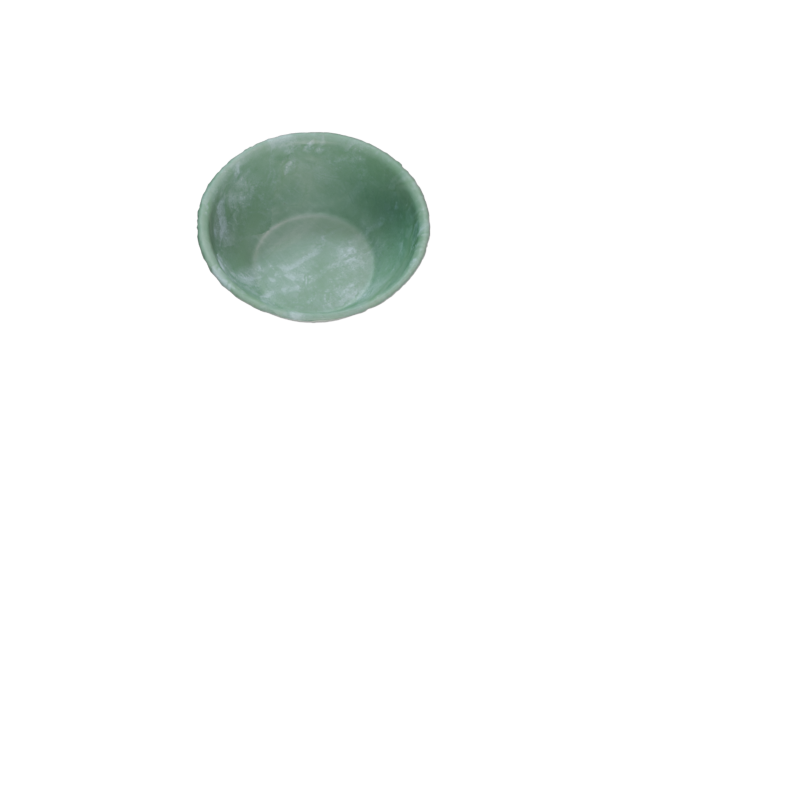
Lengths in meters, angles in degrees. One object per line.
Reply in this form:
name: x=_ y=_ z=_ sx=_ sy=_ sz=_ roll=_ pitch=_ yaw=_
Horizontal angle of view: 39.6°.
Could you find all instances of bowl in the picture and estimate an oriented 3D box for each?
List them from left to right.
bowl: x=-0.062 y=-0.112 z=0.786 sx=0.162 sy=0.173 sz=0.051 roll=-1 pitch=-33 yaw=-1
